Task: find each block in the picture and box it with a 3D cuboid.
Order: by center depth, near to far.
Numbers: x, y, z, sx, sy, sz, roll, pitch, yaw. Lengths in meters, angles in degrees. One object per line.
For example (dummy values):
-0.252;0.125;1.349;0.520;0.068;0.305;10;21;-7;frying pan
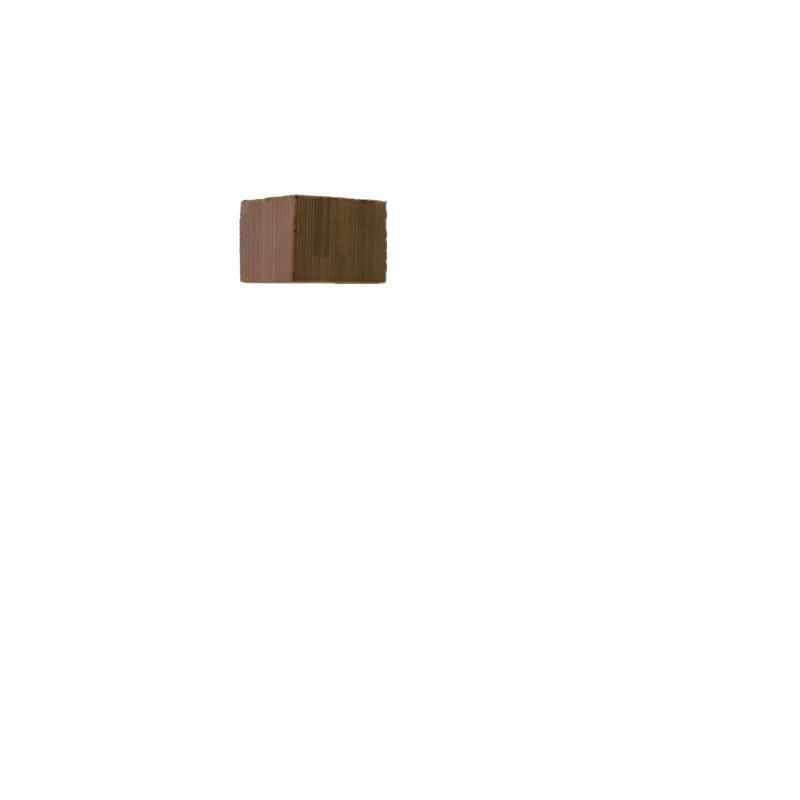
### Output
-0.053;-0.096;0.673;0.055;0.051;0.075;2;4;45;block
